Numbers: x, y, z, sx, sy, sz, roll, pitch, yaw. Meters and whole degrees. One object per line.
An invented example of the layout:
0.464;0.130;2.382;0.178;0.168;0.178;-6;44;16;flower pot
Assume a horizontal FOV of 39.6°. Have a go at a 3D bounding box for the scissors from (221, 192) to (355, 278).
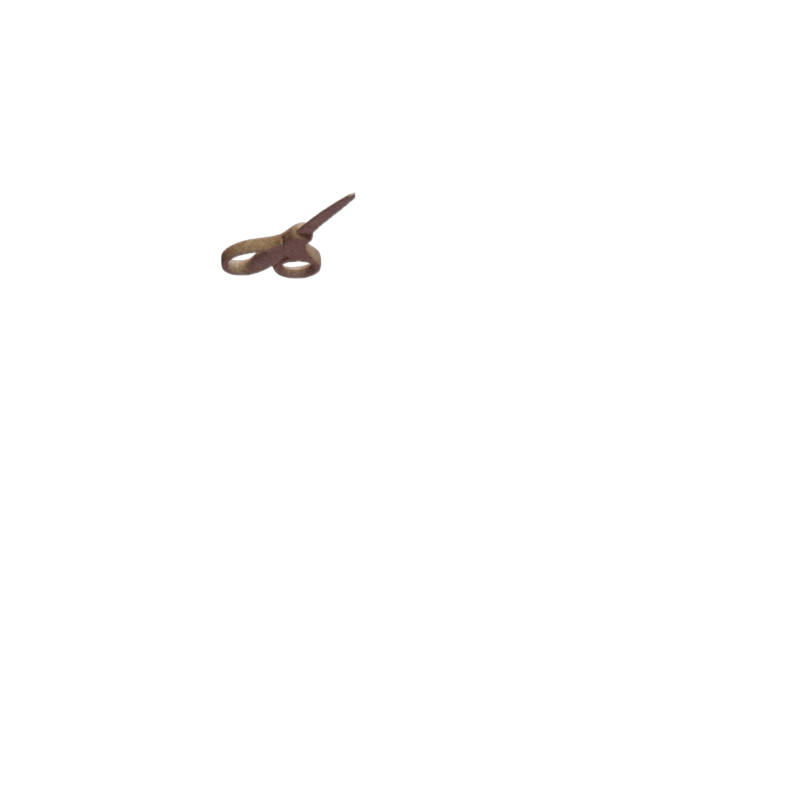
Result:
-0.073;-0.133;0.929;0.091;0.016;0.205;11;-16;-42;scissors
